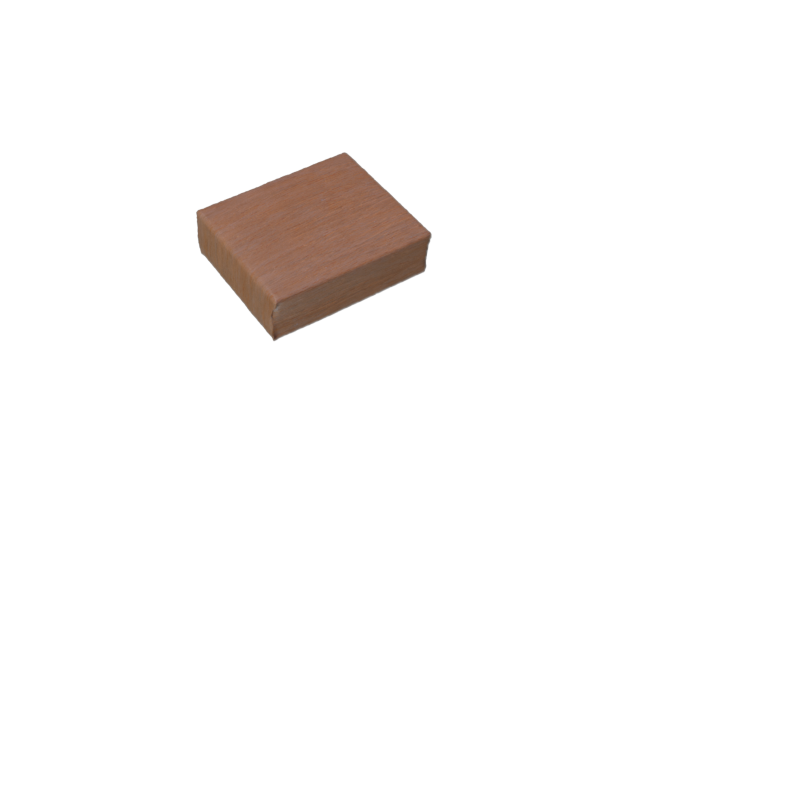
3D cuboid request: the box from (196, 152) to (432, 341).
[{"bbox_3d":[-0.052,-0.095,0.666,0.113,0.036,0.097,-28,54,-23],"label":"box"}]
